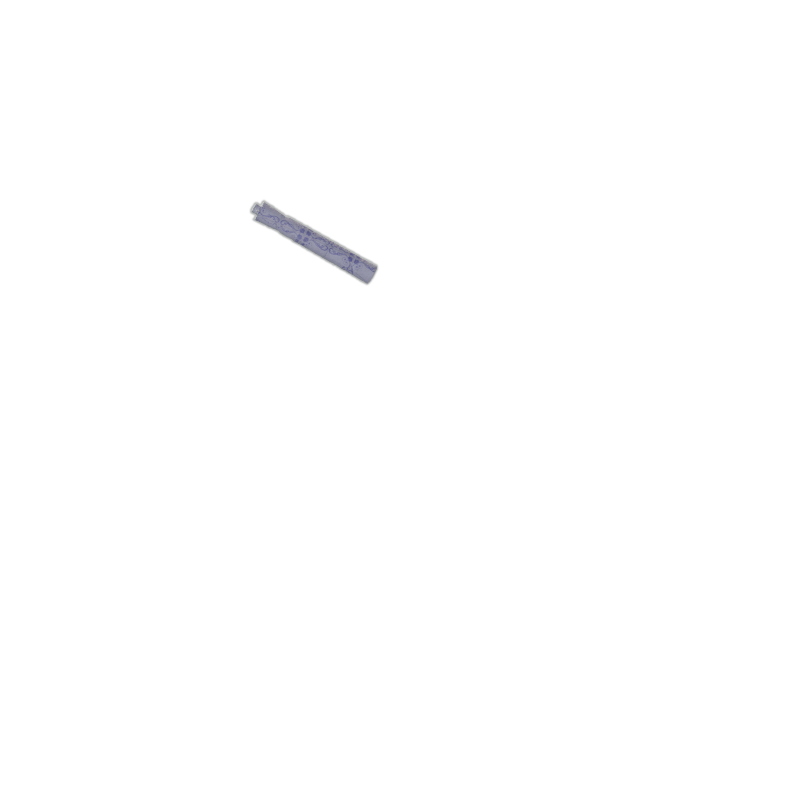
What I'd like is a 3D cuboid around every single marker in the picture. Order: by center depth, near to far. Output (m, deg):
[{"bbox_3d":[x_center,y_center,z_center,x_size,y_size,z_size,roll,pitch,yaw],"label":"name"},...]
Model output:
[{"bbox_3d":[-0.076,-0.138,0.970,0.119,0.020,0.020,29,0,-5],"label":"marker"}]
